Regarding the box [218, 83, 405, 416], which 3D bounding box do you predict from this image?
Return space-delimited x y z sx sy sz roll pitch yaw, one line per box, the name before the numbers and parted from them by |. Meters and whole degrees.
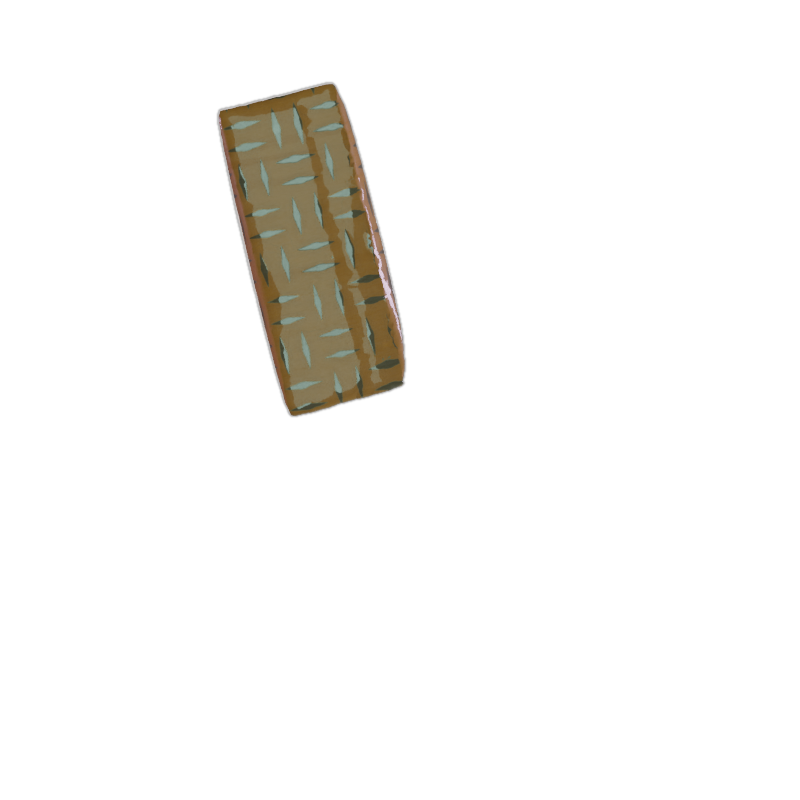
box | -0.052 -0.096 0.669 0.072 0.162 0.217 -14 8 -2
